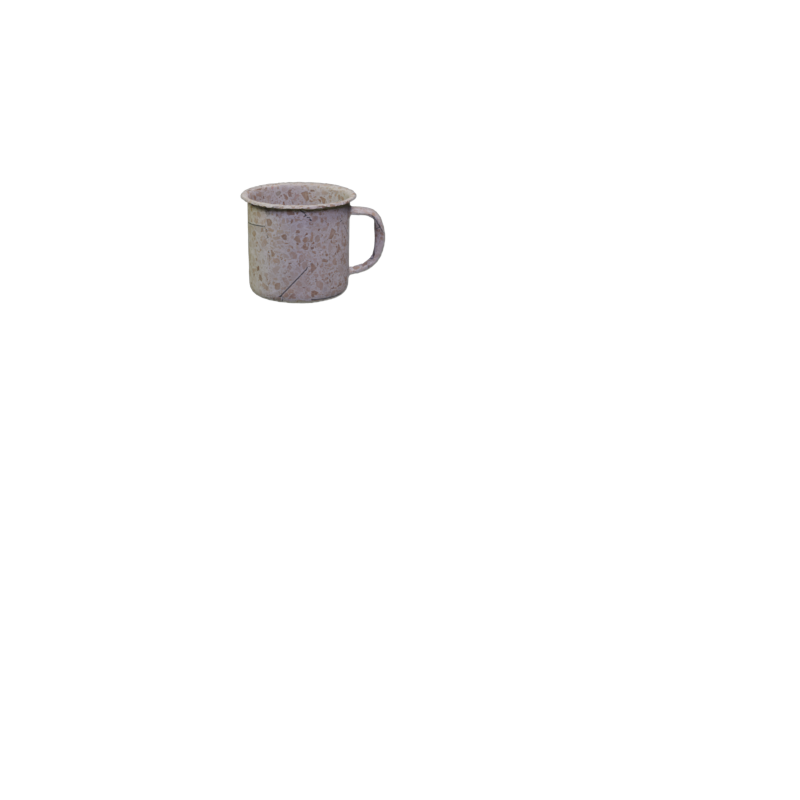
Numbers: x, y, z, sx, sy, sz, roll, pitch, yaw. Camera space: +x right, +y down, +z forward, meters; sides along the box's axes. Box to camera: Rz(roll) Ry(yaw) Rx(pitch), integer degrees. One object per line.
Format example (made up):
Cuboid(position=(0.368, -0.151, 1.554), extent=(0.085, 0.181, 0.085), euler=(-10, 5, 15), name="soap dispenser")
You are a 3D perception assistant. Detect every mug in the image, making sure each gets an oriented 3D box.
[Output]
Cuboid(position=(-0.070, -0.128, 0.899), extent=(0.116, 0.078, 0.098), euler=(-3, 20, -9), name="mug")
